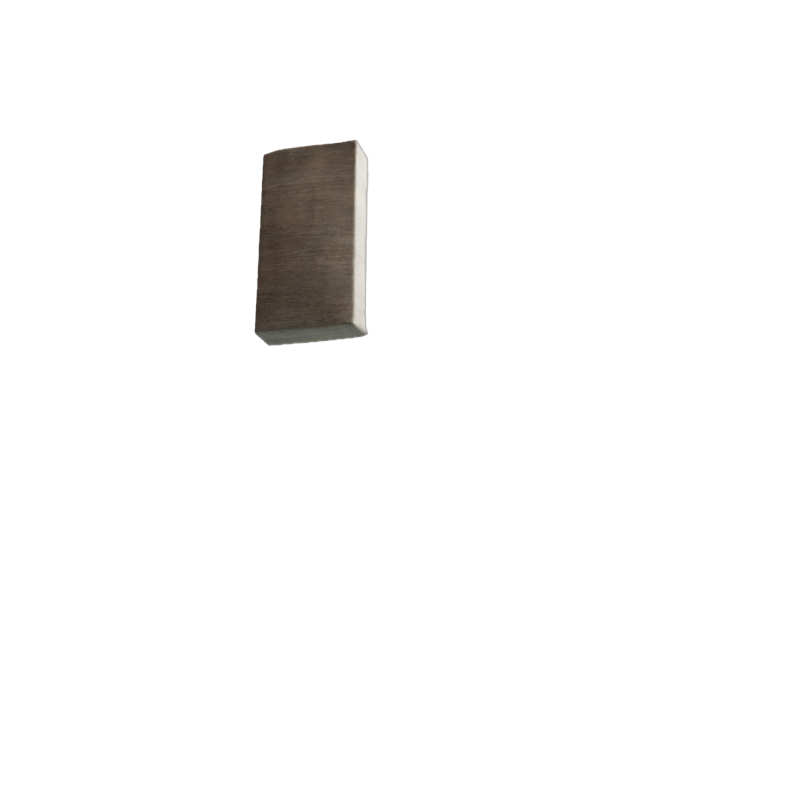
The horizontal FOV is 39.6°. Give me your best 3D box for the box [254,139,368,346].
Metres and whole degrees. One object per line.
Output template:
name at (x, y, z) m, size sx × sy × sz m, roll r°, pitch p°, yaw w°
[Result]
box at (-0.077, -0.140, 0.982) m, size 0.095 × 0.185 × 0.045 m, roll -7°, pitch -20°, yaw 15°
